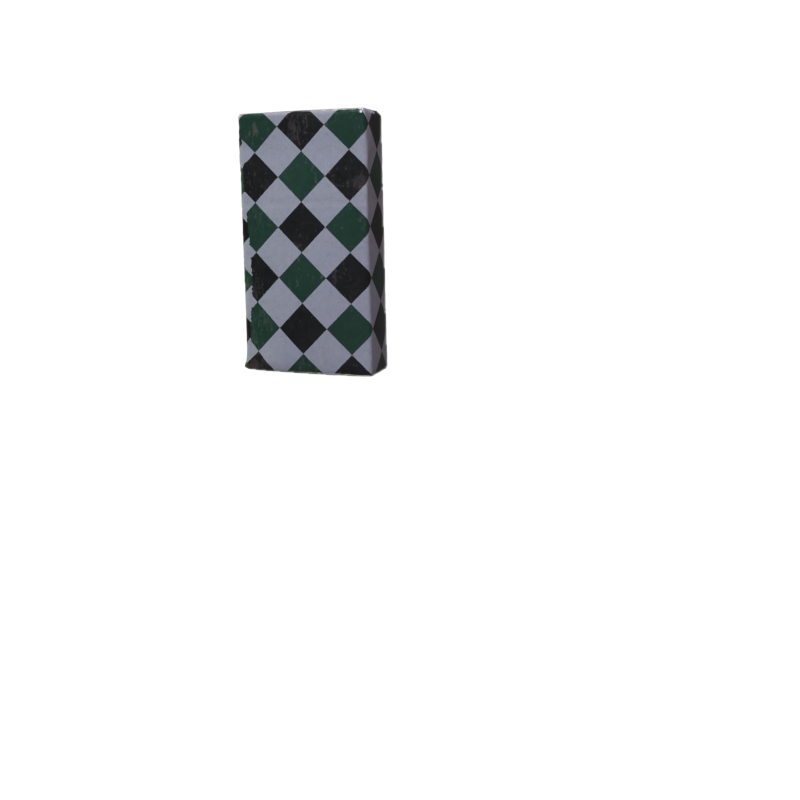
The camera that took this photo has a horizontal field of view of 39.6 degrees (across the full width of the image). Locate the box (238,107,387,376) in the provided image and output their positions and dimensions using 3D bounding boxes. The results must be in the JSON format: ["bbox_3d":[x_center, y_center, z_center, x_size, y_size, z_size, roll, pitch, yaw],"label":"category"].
[{"bbox_3d":[-0.059,-0.107,0.751,0.096,0.176,0.047,1,2,20],"label":"box"}]
